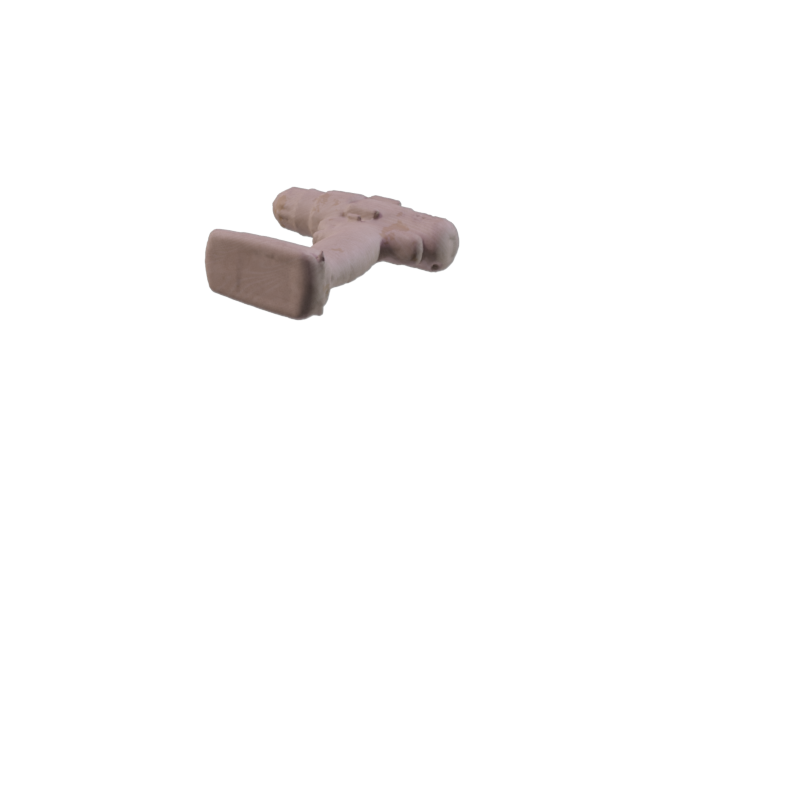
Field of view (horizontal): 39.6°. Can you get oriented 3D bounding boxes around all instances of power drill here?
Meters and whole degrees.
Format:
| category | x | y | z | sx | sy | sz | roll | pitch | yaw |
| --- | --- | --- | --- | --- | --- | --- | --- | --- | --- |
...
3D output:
| category | x | y | z | sx | sy | sz | roll | pitch | yaw |
| --- | --- | --- | --- | --- | --- | --- | --- | --- | --- |
| power drill | -0.071 | -0.129 | 0.907 | 0.194 | 0.055 | 0.187 | 16 | 29 | 31 |
